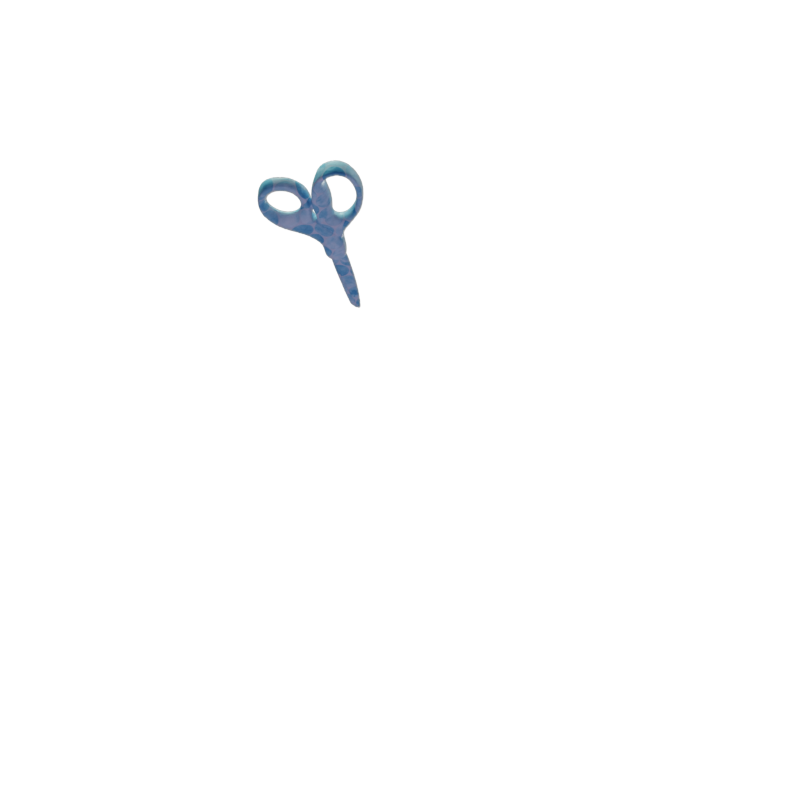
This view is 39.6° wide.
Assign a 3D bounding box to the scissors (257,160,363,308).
[{"bbox_3d":[-0.075,-0.137,0.961,0.096,0.017,0.190,3,-32,-5],"label":"scissors"}]
